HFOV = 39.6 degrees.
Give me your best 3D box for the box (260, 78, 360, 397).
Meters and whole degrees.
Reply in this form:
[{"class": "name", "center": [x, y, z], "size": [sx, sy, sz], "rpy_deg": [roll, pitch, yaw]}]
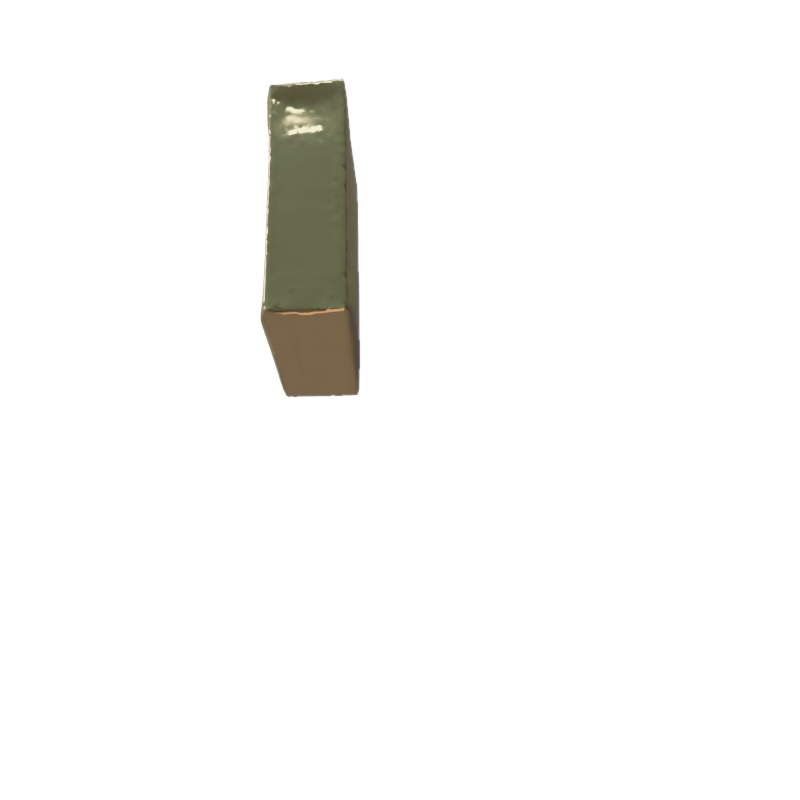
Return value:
[{"class": "box", "center": [-0.072, -0.131, 0.920], "size": [0.072, 0.227, 0.154], "rpy_deg": [-3, -27, 1]}]
